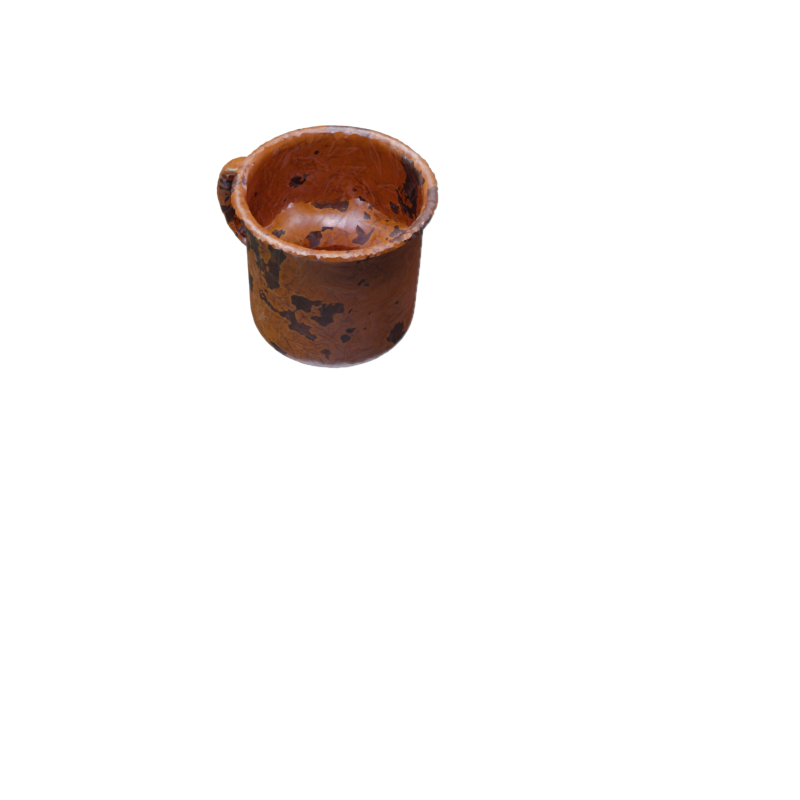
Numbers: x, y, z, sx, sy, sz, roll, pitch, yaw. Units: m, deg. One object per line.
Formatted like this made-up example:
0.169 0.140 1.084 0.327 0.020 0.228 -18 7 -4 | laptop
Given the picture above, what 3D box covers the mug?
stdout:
-0.041 -0.075 0.528 0.123 0.076 0.095 28 52 23 | mug
